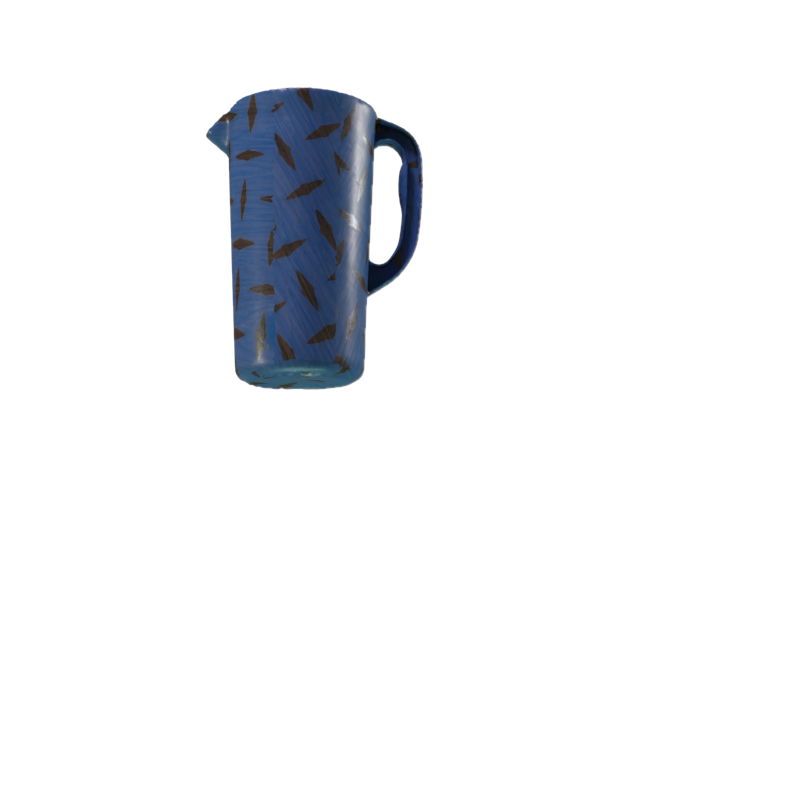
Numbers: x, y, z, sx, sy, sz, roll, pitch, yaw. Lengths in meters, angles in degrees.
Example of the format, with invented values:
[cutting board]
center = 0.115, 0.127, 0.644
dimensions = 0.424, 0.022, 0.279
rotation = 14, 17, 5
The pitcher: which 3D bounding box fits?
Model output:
[pitcher]
center = -0.074, -0.136, 0.950
dimensions = 0.153, 0.251, 0.137
rotation = -10, -16, 37
